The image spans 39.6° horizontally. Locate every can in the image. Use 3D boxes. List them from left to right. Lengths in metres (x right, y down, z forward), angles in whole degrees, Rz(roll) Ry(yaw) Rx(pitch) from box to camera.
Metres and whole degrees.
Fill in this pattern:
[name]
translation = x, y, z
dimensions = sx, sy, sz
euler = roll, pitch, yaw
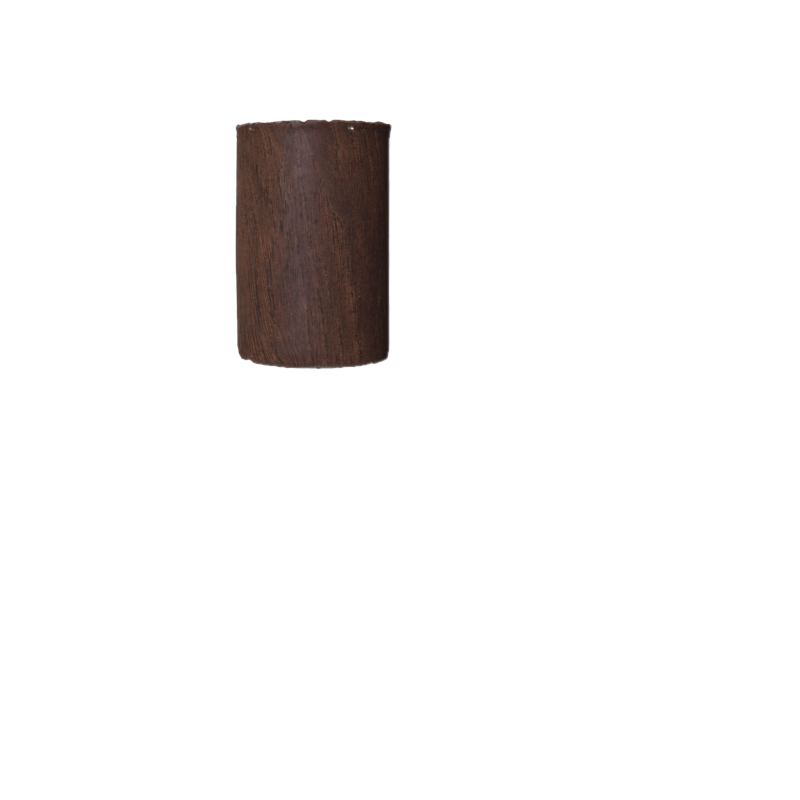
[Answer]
[can]
translation = -0.038, -0.069, 0.484
dimensions = 0.068, 0.101, 0.069
euler = 0, 5, -2
